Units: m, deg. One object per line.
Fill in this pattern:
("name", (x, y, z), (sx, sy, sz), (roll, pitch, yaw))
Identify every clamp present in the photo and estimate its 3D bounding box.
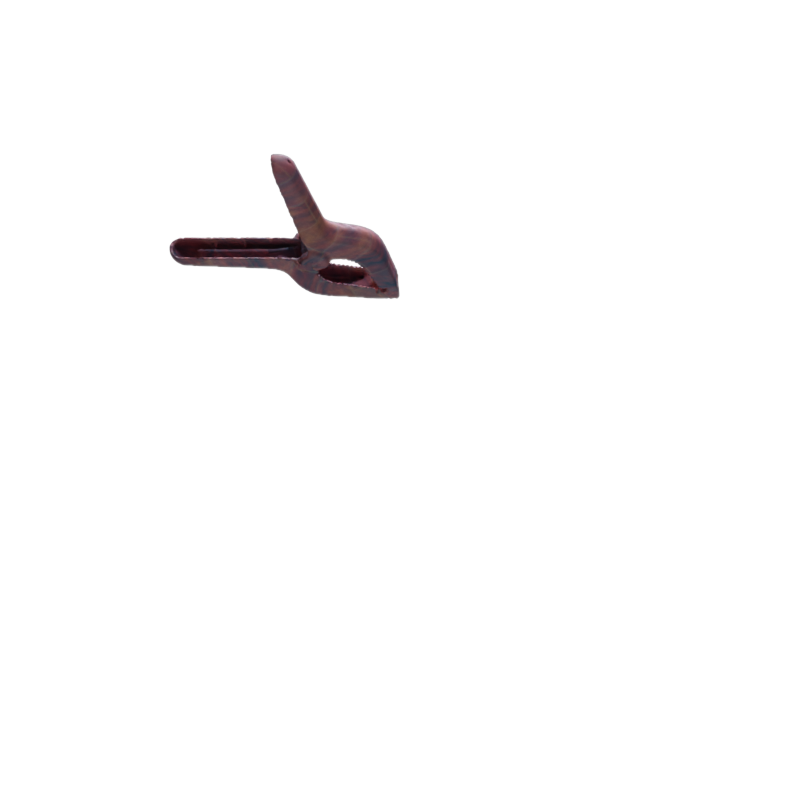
("clamp", (-0.077, -0.140, 0.983), (0.200, 0.039, 0.162), (18, -34, -28))
